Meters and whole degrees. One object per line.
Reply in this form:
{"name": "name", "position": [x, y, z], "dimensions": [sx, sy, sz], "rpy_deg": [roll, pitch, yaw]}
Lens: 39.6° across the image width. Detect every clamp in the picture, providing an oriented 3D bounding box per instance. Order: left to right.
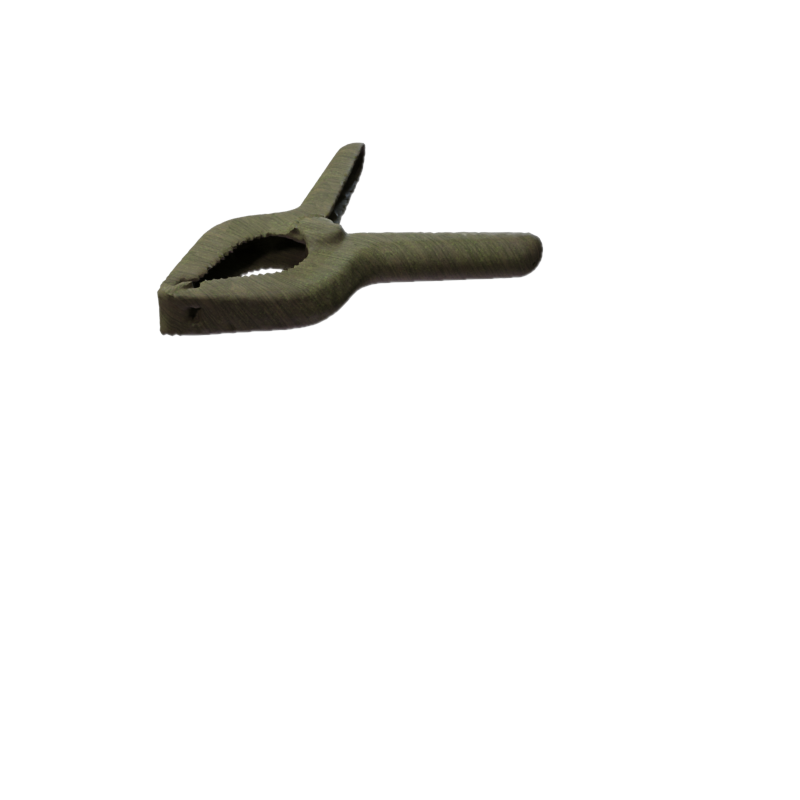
{"name": "clamp", "position": [-0.049, -0.090, 0.629], "dimensions": [0.208, 0.034, 0.177], "rpy_deg": [-21, 41, -27]}
